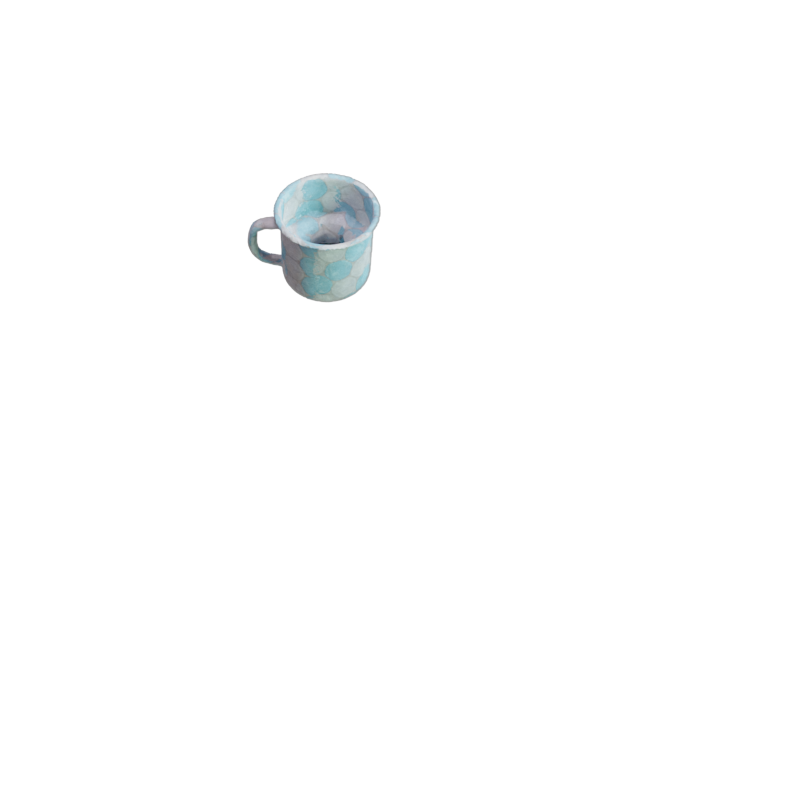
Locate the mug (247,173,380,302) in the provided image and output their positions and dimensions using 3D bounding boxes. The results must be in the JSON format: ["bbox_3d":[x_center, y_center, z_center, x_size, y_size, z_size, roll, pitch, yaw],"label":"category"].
[{"bbox_3d":[-0.078,-0.141,0.991,0.117,0.100,0.076,-3,-39,-4],"label":"mug"}]
